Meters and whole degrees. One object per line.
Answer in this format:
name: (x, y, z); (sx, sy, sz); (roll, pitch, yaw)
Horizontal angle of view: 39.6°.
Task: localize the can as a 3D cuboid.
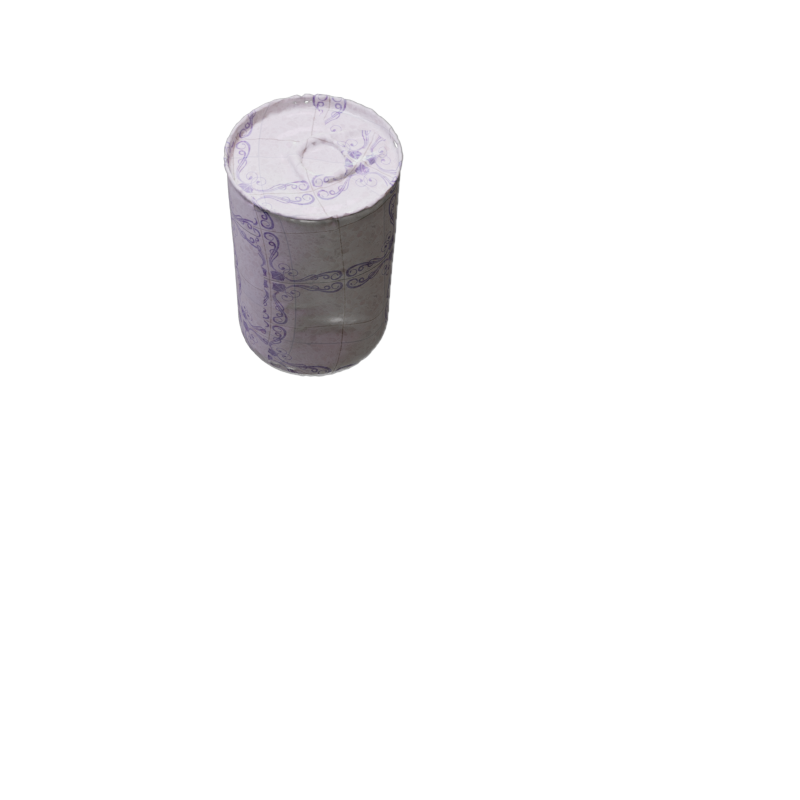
can: (-0.036, -0.065, 0.456); (0.068, 0.073, 0.095); (0, -38, -3)
